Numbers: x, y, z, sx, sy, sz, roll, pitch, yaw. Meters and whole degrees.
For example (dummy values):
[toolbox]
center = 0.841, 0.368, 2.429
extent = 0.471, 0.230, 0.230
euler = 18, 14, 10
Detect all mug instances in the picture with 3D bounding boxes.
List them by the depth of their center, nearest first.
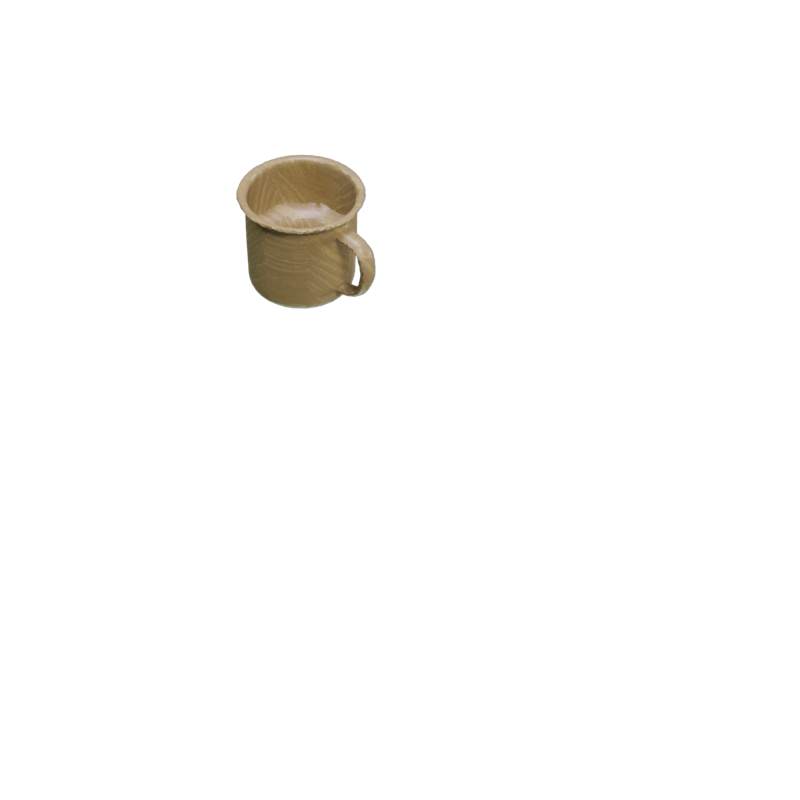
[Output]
[mug]
center = -0.064, -0.116, 0.816
extent = 0.124, 0.076, 0.094
euler = 32, 51, 28
